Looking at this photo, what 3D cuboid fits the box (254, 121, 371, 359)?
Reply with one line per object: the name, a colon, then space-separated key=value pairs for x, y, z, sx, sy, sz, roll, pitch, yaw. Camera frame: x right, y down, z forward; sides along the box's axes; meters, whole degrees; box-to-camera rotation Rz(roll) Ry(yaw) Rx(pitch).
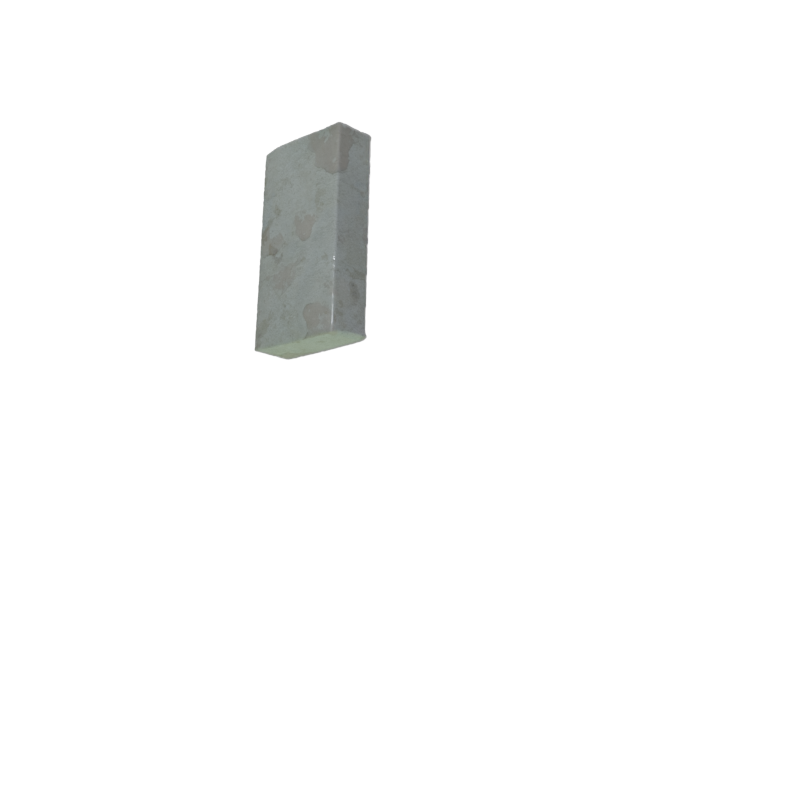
box: x=-0.071 y=-0.128 z=0.898 sx=0.095 sy=0.184 sz=0.045 roll=-16 pitch=-23 yaw=41
